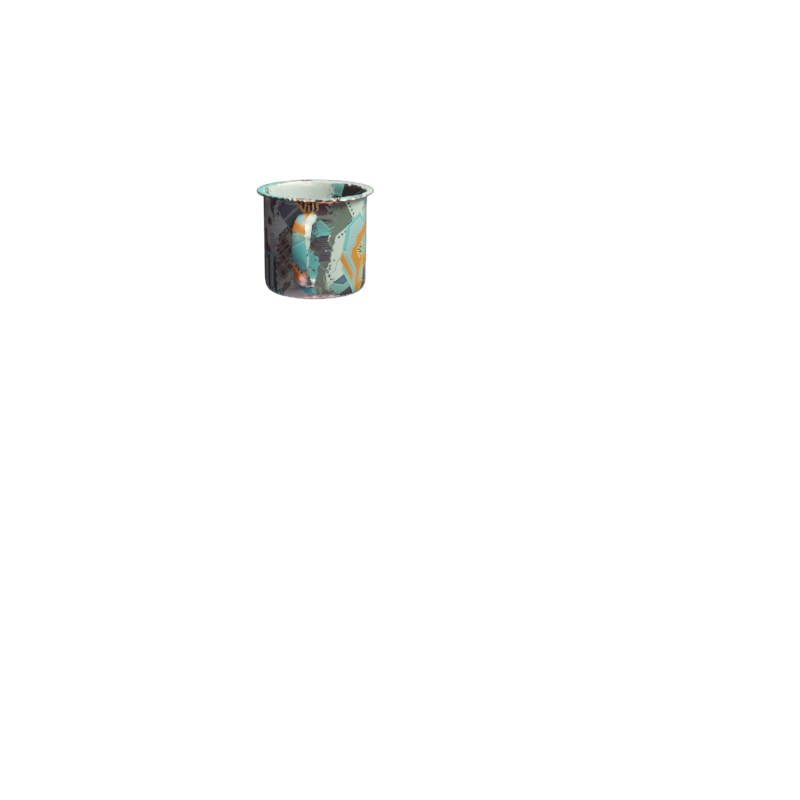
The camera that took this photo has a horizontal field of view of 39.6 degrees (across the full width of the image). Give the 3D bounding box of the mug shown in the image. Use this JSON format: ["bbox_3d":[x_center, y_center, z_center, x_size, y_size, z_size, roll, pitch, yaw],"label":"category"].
[{"bbox_3d":[-0.069,-0.125,0.875,0.094,0.079,0.121,2,18,4],"label":"mug"}]
